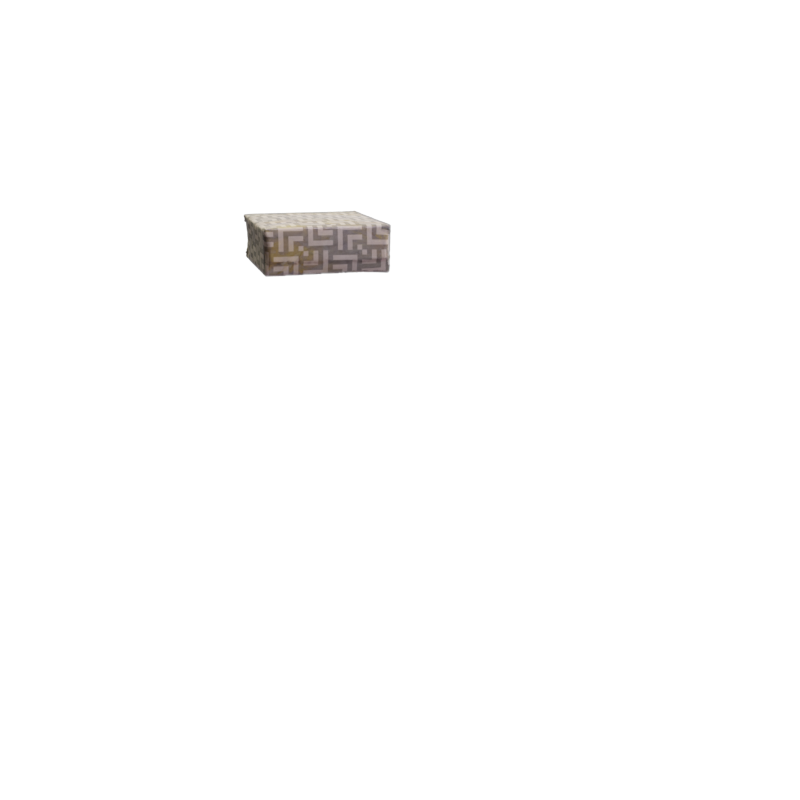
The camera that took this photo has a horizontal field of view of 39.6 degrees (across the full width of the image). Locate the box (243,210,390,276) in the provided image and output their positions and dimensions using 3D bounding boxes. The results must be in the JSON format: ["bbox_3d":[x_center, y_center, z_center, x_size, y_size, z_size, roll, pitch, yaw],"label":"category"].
[{"bbox_3d":[-0.063,-0.116,0.811,0.088,0.038,0.118,-3,12,-13],"label":"box"}]
